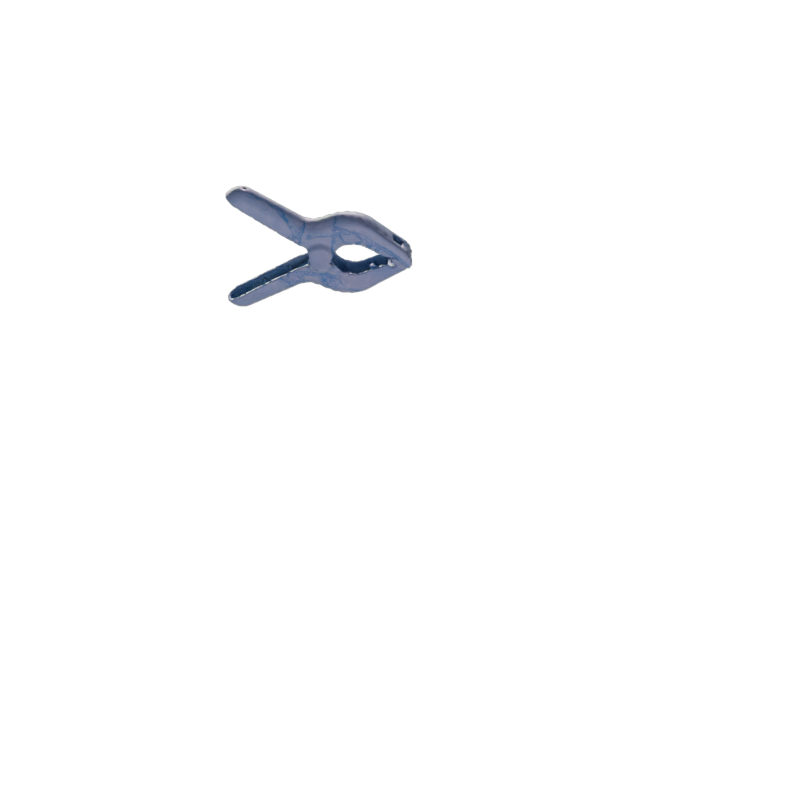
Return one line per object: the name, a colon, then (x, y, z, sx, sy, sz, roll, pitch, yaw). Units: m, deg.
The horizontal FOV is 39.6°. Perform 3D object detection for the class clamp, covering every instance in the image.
clamp: (-0.077, -0.140, 0.982, 0.172, 0.111, 0.042, -5, 40, 4)
